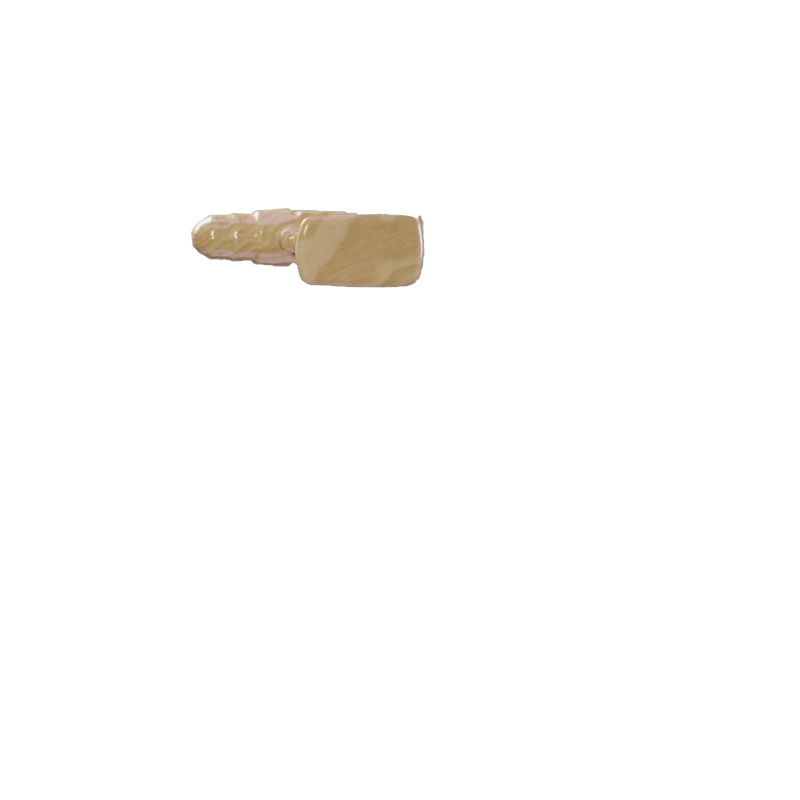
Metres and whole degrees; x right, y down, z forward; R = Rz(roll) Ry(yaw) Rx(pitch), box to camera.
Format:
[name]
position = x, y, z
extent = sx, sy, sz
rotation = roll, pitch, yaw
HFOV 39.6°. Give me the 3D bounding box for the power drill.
[power drill]
position = -0.073, -0.133, 0.932
extent = 0.181, 0.056, 0.196
rotation = -4, 13, -17
